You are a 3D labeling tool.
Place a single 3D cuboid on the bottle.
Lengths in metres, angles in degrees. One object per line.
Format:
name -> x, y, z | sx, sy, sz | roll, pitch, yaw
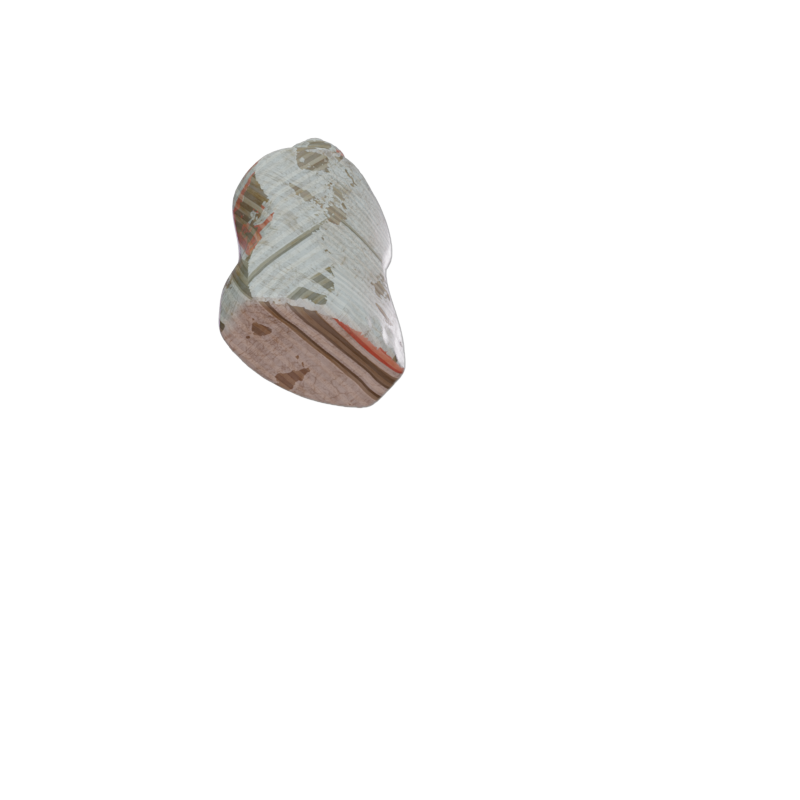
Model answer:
bottle -> -0.048, -0.088, 0.615 | 0.092, 0.206, 0.057 | 24, -55, -23
